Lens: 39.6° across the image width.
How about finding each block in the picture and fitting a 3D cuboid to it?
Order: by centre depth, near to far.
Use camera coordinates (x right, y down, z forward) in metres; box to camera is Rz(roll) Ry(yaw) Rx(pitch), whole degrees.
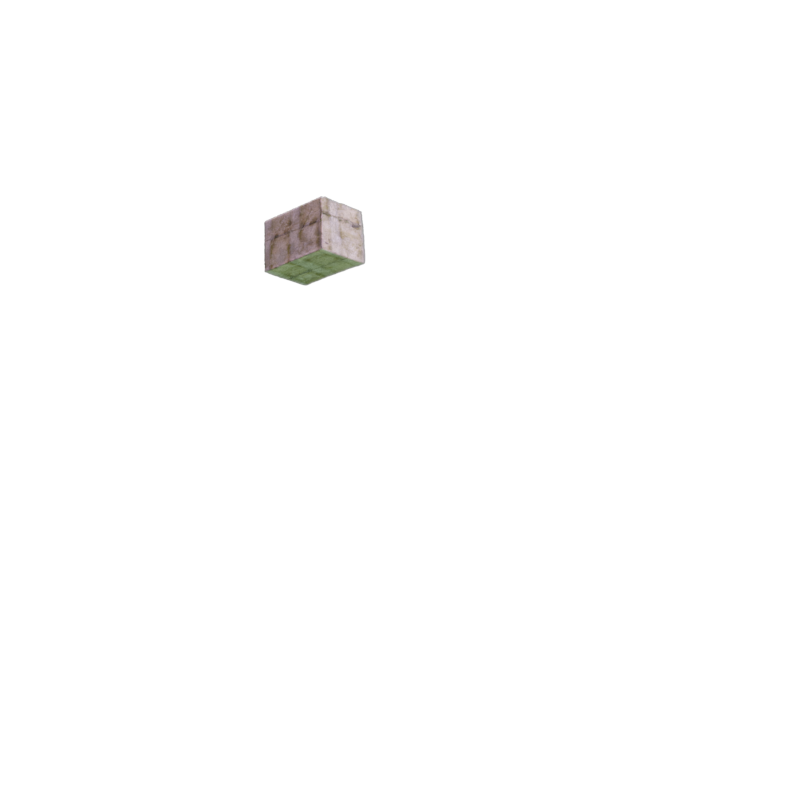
[{"bbox_3d":[-0.077,-0.140,0.979,0.079,0.054,0.050,-16,-24,41],"label":"block"}]
